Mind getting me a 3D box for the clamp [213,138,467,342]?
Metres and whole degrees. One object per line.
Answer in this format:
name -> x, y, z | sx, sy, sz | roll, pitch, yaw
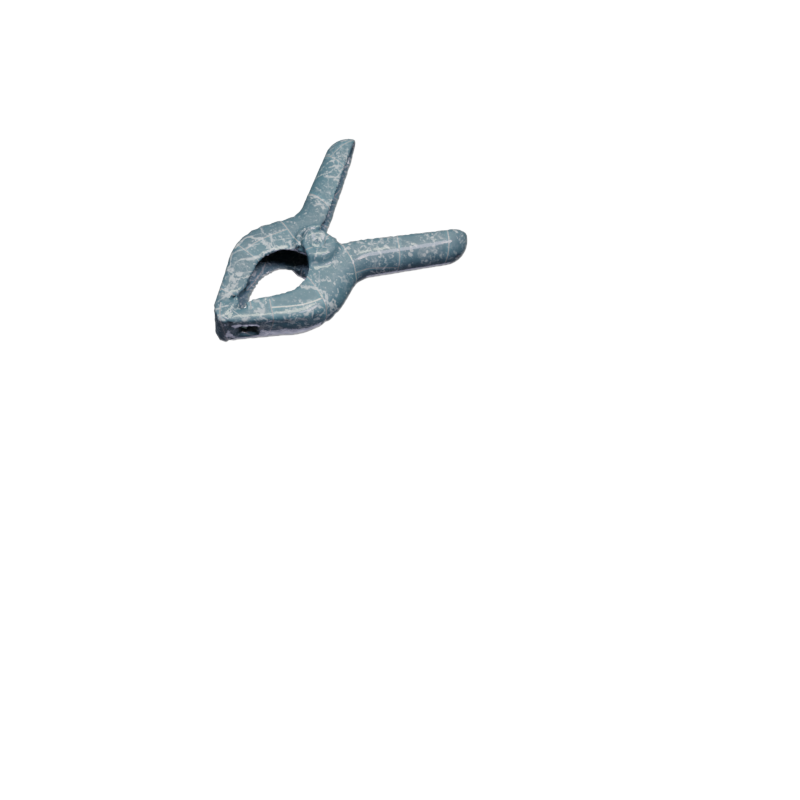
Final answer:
clamp -> -0.056, -0.102, 0.717 | 0.171, 0.129, 0.036 | -29, -33, -21
